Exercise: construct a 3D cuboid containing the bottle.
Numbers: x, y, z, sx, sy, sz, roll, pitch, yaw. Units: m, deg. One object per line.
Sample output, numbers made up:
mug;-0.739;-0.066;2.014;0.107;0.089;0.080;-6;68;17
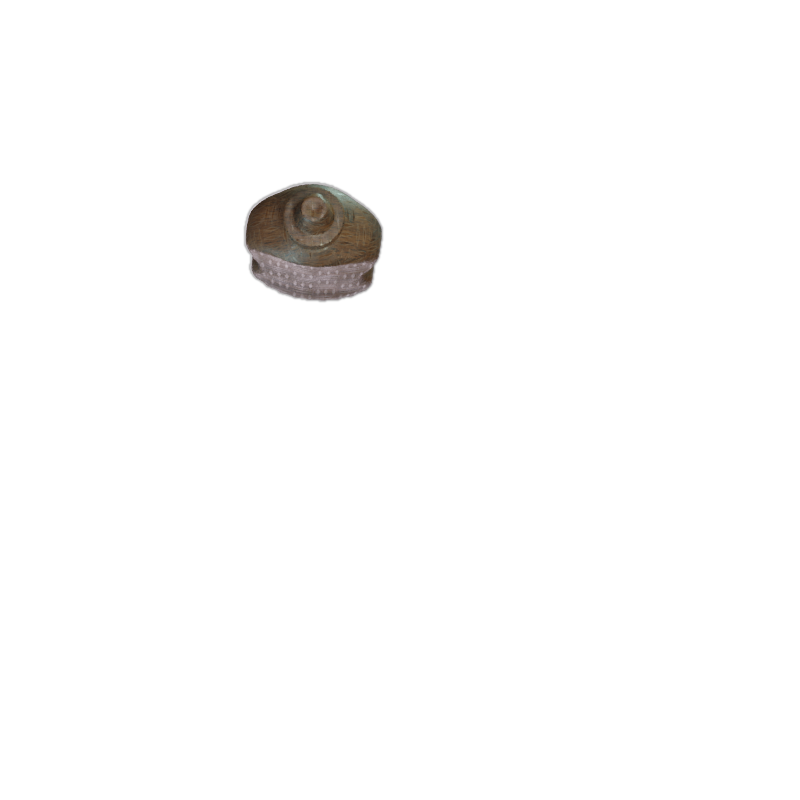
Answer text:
bottle;-0.062;-0.114;0.794;0.096;0.059;0.188;9;-5;-3
